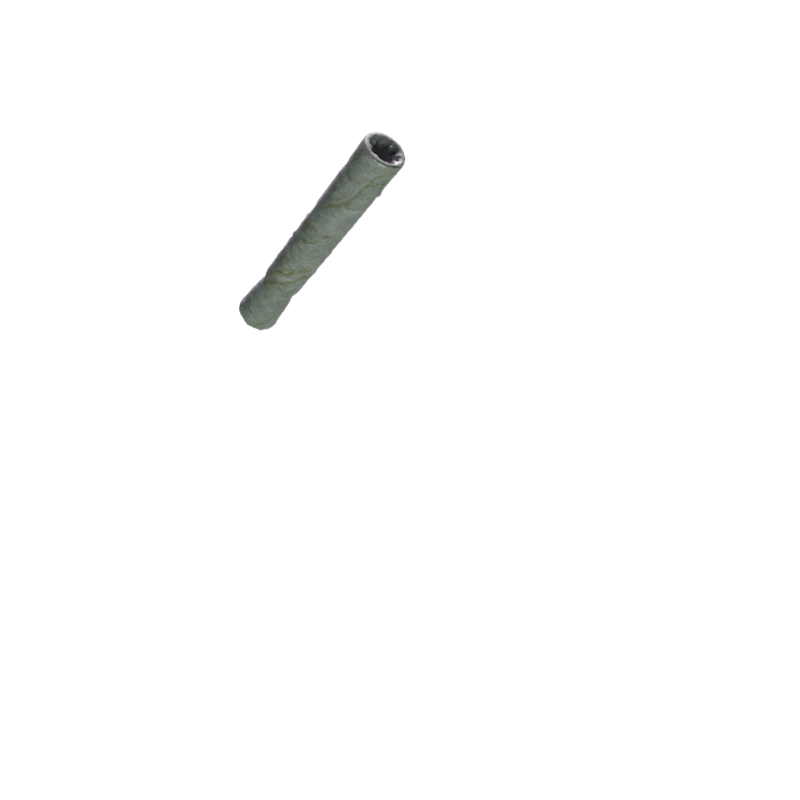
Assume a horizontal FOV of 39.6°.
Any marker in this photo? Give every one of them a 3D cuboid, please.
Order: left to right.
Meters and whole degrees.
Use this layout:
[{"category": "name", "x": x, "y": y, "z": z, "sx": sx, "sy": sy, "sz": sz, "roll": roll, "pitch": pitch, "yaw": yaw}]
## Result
[{"category": "marker", "x": -0.037, "y": -0.067, "z": 0.468, "sx": 0.019, "sy": 0.021, "sz": 0.118, "roll": -2, "pitch": -30, "yaw": -38}]
